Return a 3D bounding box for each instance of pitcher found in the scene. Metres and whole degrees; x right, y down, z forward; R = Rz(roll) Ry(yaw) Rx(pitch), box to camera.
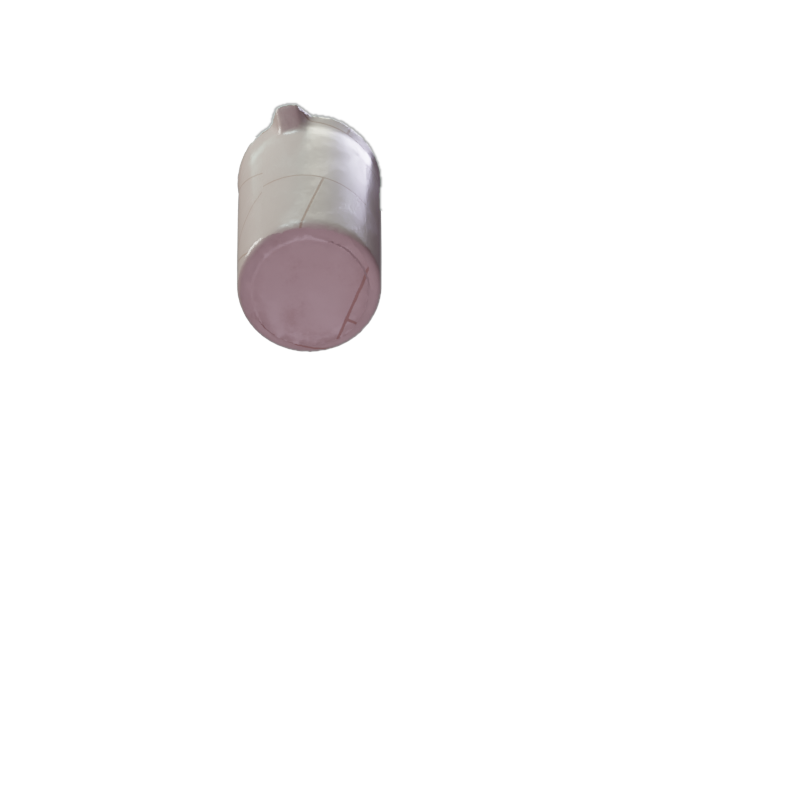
[{"bbox_3d":[-0.073,-0.133,0.929,0.144,0.141,0.257,28,23,-17],"label":"pitcher"}]
